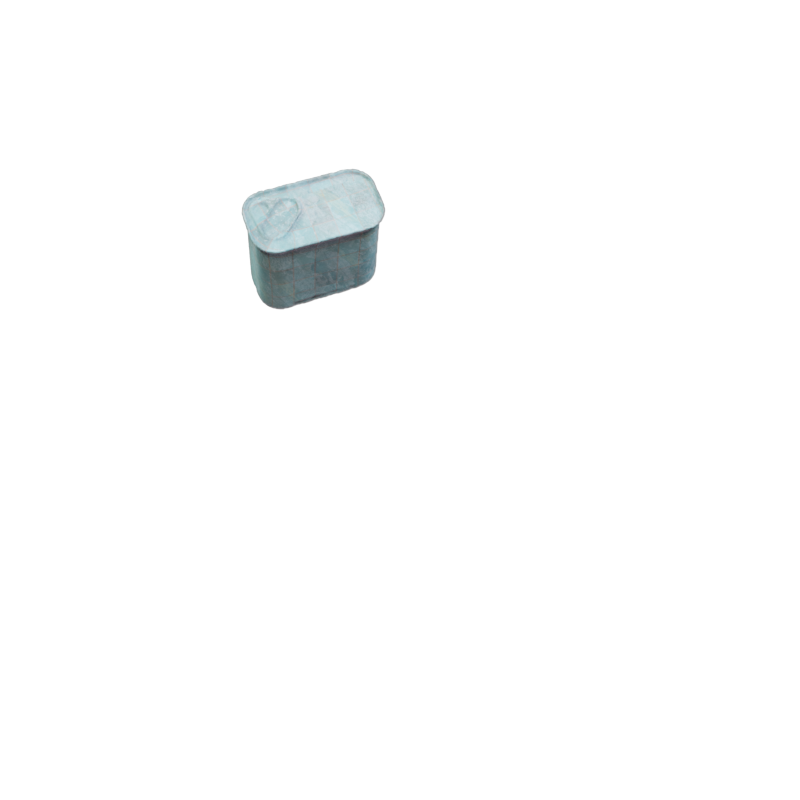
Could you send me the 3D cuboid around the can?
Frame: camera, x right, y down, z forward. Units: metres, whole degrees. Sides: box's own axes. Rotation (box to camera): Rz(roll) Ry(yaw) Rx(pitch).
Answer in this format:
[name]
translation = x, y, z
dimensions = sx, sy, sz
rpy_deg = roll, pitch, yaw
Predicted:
[can]
translation = -0.066, -0.120, 0.841
dimensions = 0.101, 0.062, 0.079
rpy_deg = -16, -28, -11
